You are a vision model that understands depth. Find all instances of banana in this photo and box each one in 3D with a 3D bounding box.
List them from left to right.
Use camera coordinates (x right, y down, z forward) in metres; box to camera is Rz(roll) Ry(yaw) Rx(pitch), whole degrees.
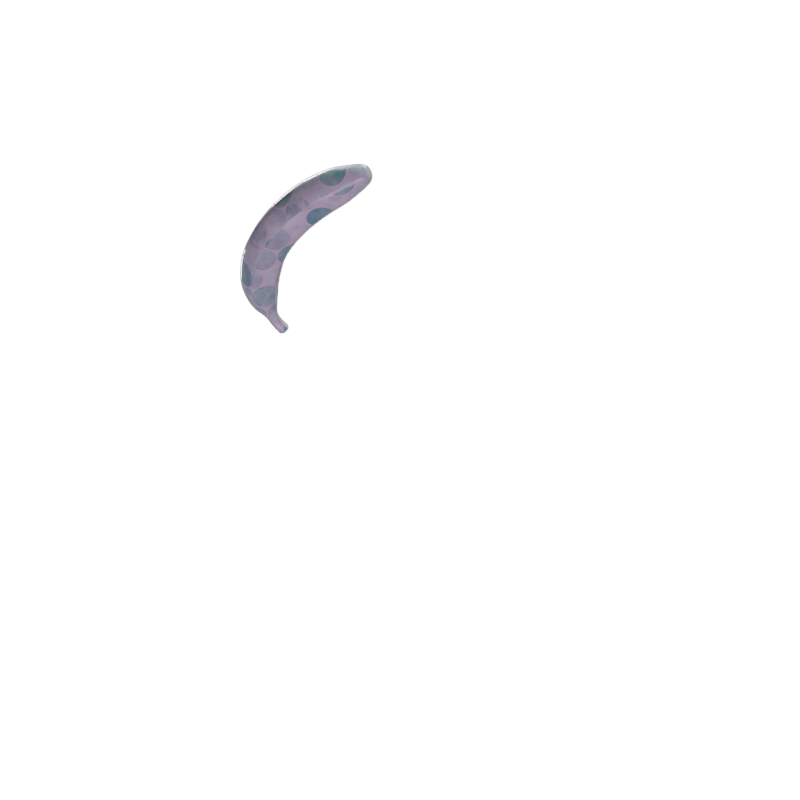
[{"bbox_3d":[-0.095,-0.142,0.977,0.067,0.039,0.190,19,-50,-19],"label":"banana"}]
